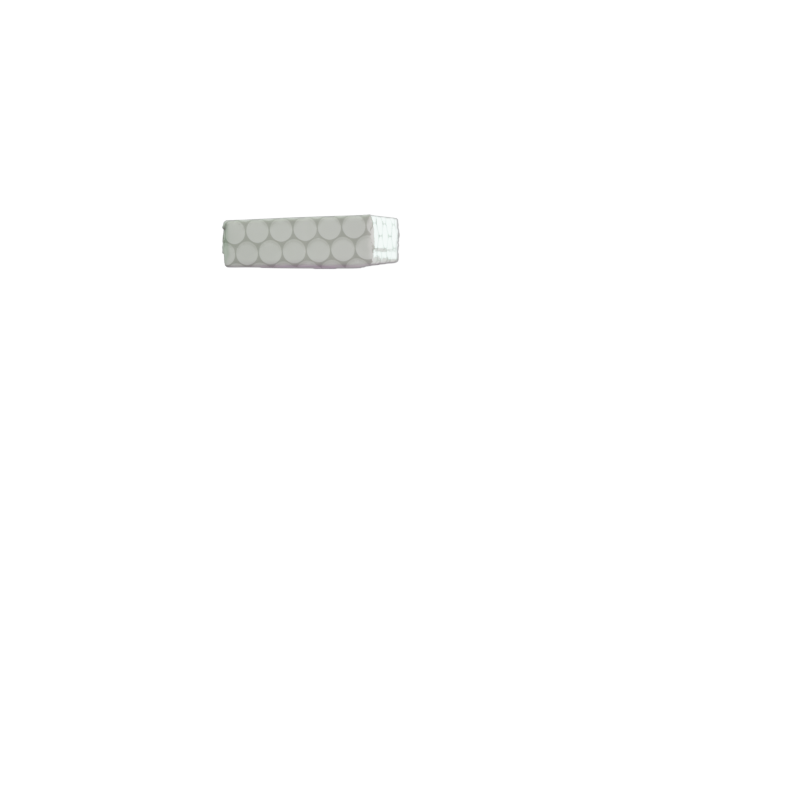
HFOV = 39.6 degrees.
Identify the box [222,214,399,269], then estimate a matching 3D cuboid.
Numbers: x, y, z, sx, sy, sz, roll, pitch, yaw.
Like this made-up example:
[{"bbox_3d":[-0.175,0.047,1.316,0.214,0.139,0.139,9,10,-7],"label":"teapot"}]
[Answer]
[{"bbox_3d":[-0.064,-0.117,0.823,0.116,0.039,0.089,2,8,14],"label":"box"}]
